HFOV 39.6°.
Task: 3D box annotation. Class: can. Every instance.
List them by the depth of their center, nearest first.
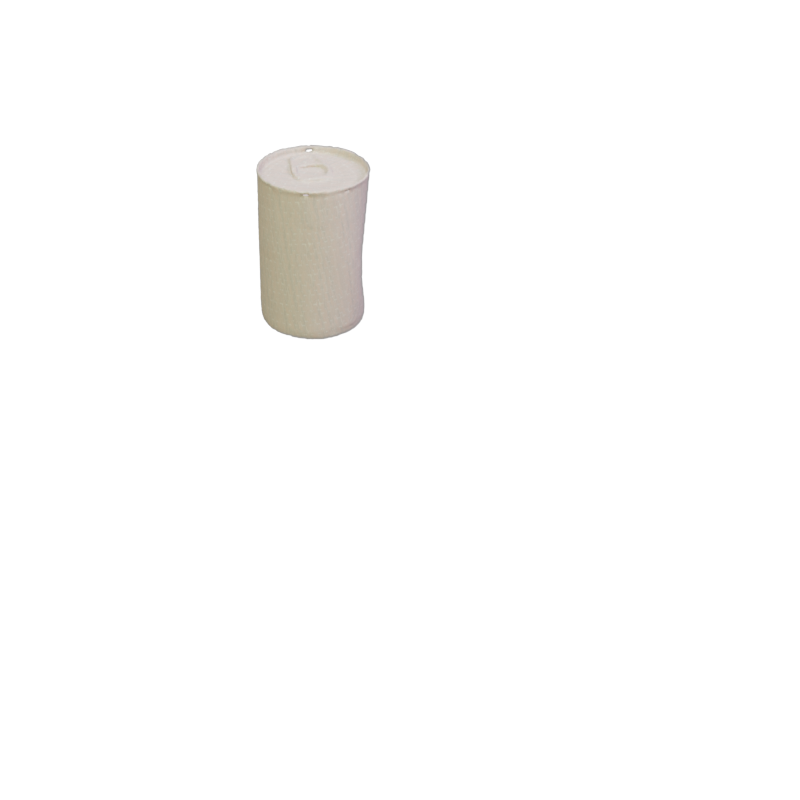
[{"bbox_3d":[-0.054,-0.098,0.685,0.068,0.096,0.073,0,32,-3],"label":"can"}]
